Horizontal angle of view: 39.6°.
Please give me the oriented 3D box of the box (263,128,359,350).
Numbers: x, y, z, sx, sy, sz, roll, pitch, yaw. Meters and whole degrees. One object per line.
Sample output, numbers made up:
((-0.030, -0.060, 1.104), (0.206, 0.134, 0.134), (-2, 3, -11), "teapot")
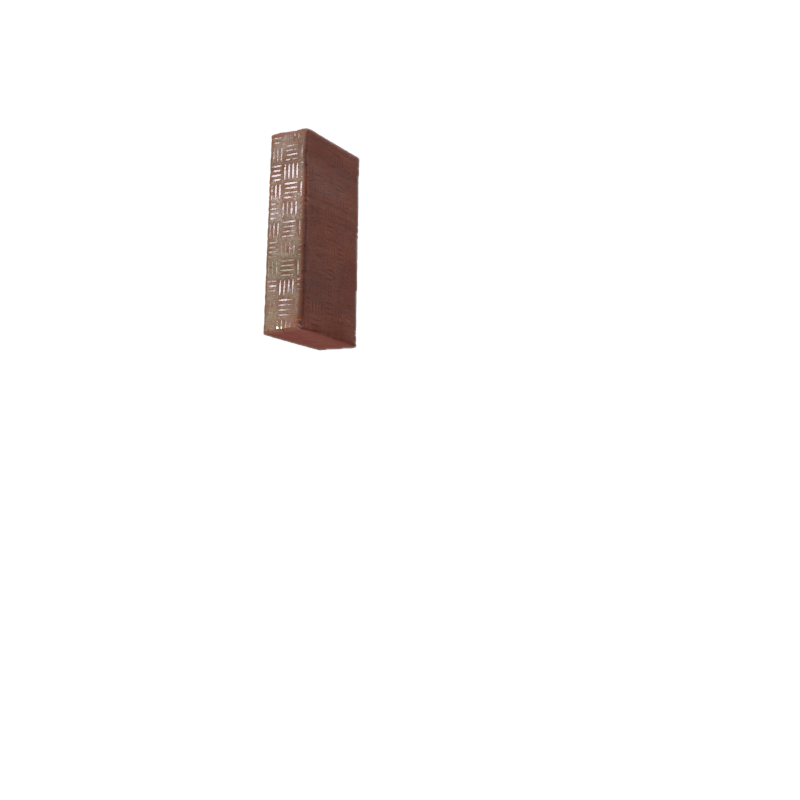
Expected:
((-0.076, -0.137, 0.963), (0.049, 0.183, 0.088), (-9, -16, 28), "box")
